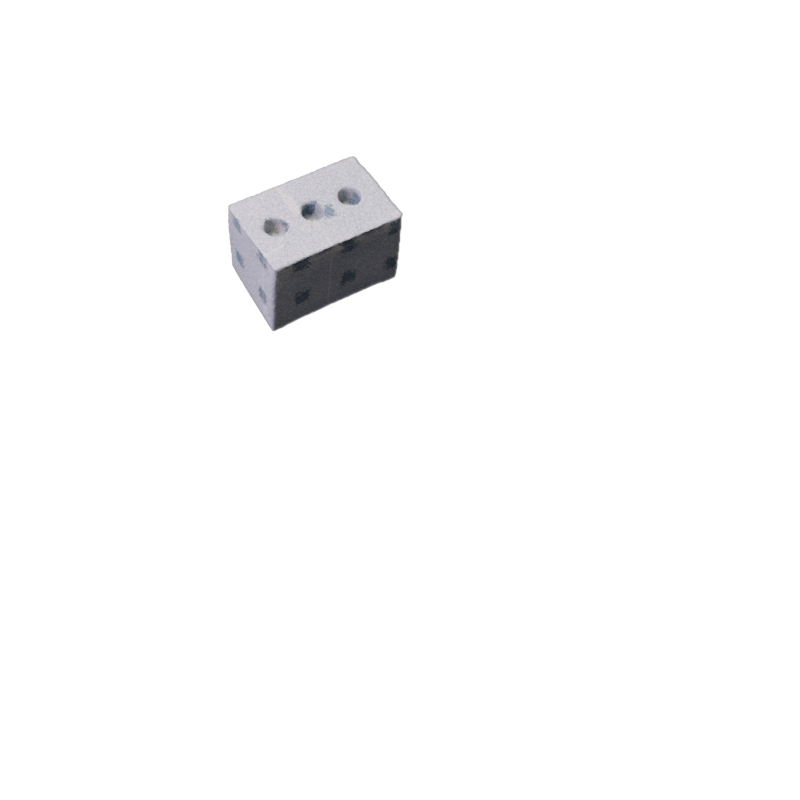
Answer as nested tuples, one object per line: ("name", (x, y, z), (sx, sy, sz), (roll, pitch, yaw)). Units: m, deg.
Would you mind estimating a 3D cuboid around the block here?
("block", (-0.046, -0.084, 0.588), (0.078, 0.057, 0.048), (-26, -31, -19))
